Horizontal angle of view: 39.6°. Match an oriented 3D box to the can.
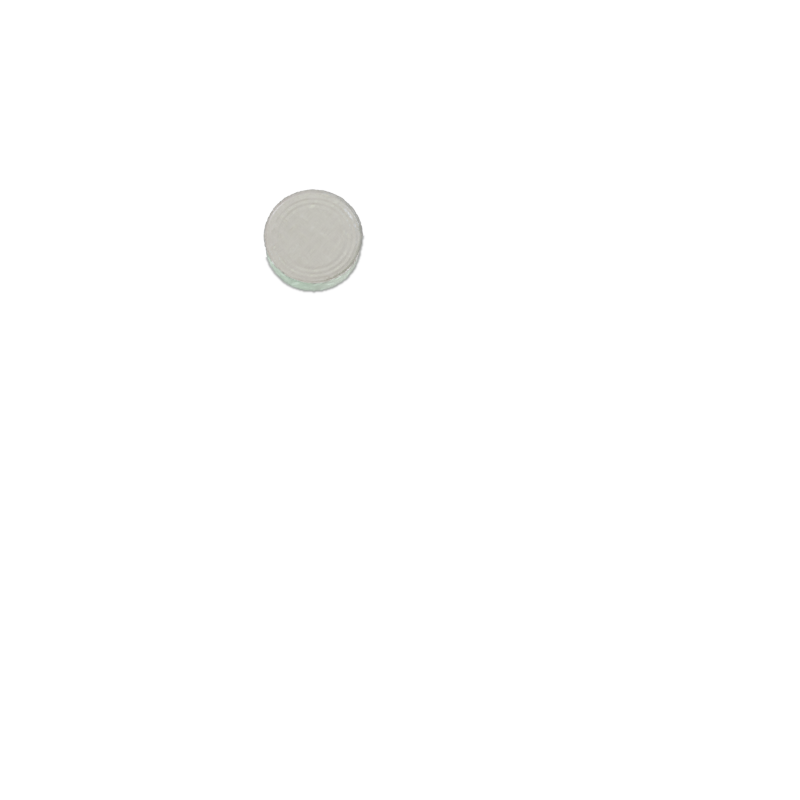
[{"bbox_3d":[-0.076,-0.138,0.970,0.086,0.090,0.032,-1,-18,-1],"label":"can"}]
